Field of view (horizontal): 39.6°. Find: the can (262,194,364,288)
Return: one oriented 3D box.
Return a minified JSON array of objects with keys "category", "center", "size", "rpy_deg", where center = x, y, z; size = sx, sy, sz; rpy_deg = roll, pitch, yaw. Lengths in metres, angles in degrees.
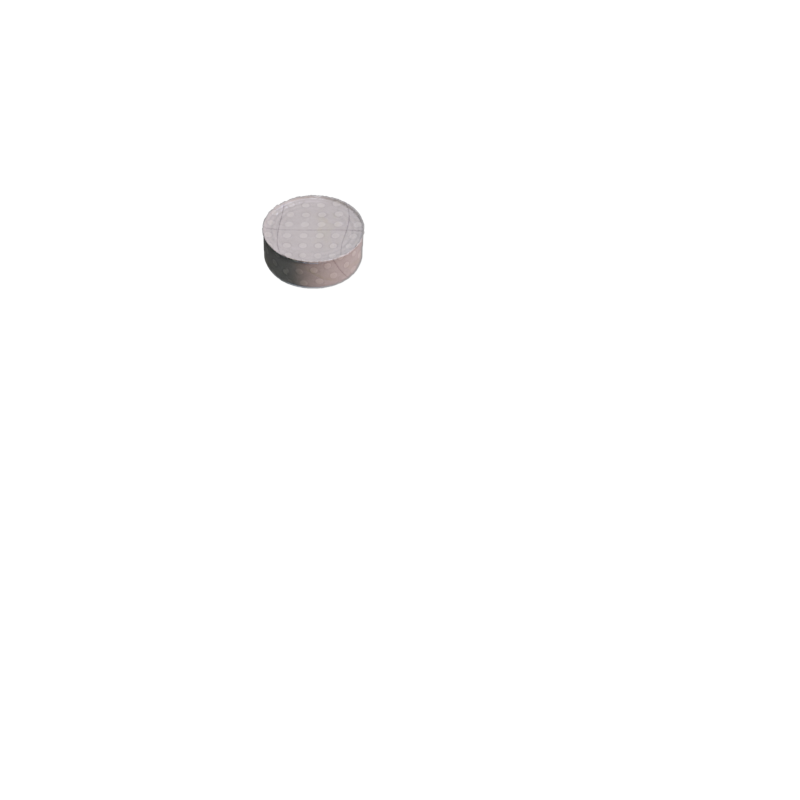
[{"category":"can","center":[-0.073,-0.134,0.938],"size":[0.086,0.092,0.031],"rpy_deg":[-1,-44,-1]}]
